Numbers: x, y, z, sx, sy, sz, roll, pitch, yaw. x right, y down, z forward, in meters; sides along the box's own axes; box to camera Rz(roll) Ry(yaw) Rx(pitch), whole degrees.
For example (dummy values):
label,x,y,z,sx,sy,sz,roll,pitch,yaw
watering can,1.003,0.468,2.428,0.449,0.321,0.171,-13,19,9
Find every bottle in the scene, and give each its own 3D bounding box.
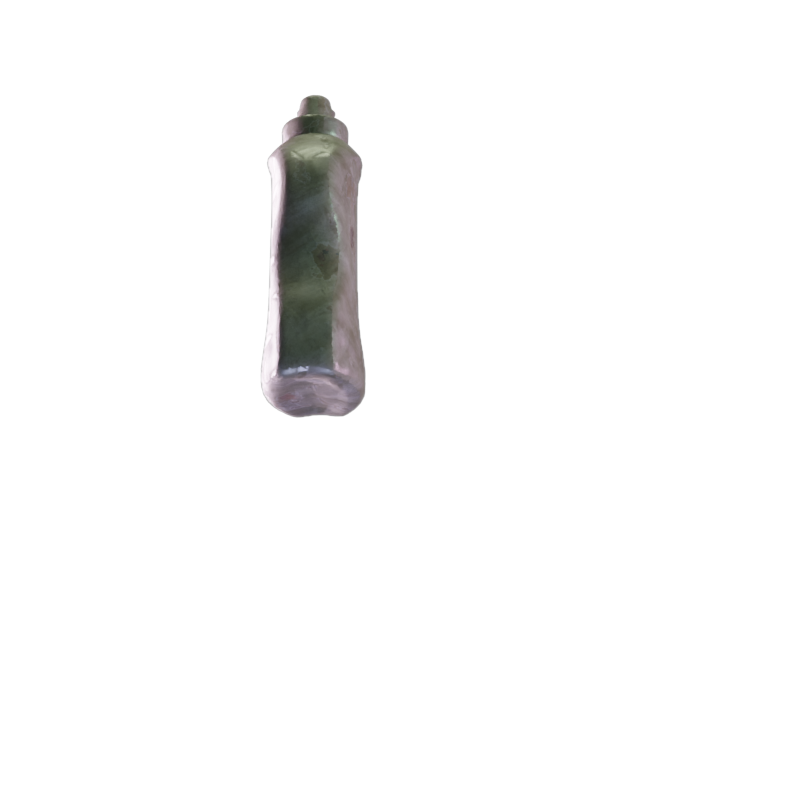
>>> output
label,x,y,z,sx,sy,sz,roll,pitch,yaw
bottle,-0.051,-0.093,0.652,0.059,0.202,0.091,-3,-22,3
